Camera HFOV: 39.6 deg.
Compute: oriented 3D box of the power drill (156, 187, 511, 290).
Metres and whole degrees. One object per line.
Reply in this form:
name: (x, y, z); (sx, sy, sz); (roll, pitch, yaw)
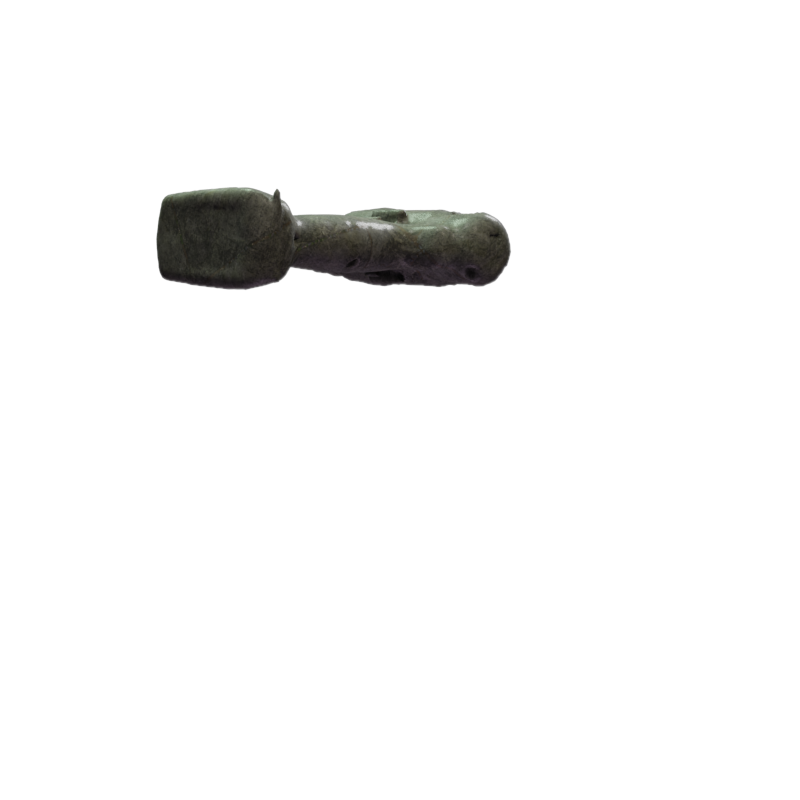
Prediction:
power drill: (-0.054, -0.099, 0.696); (0.181, 0.057, 0.192); (-5, 8, -41)
